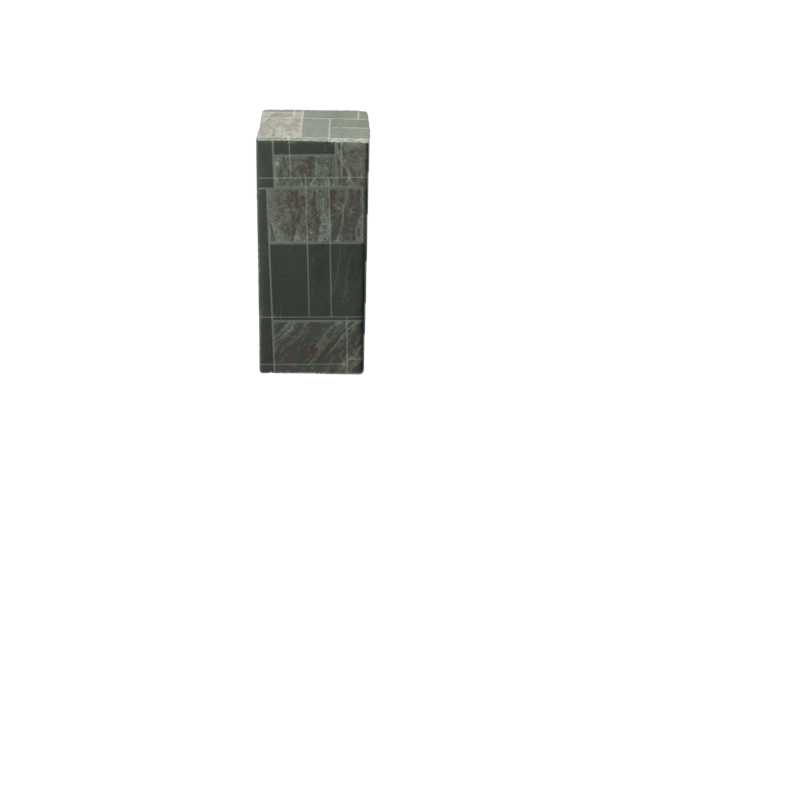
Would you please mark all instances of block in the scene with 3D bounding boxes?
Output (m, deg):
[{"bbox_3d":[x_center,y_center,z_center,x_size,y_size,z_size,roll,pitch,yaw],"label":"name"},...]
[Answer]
[{"bbox_3d":[-0.073,-0.134,0.938,0.091,0.196,0.095,1,25,-1],"label":"block"}]
